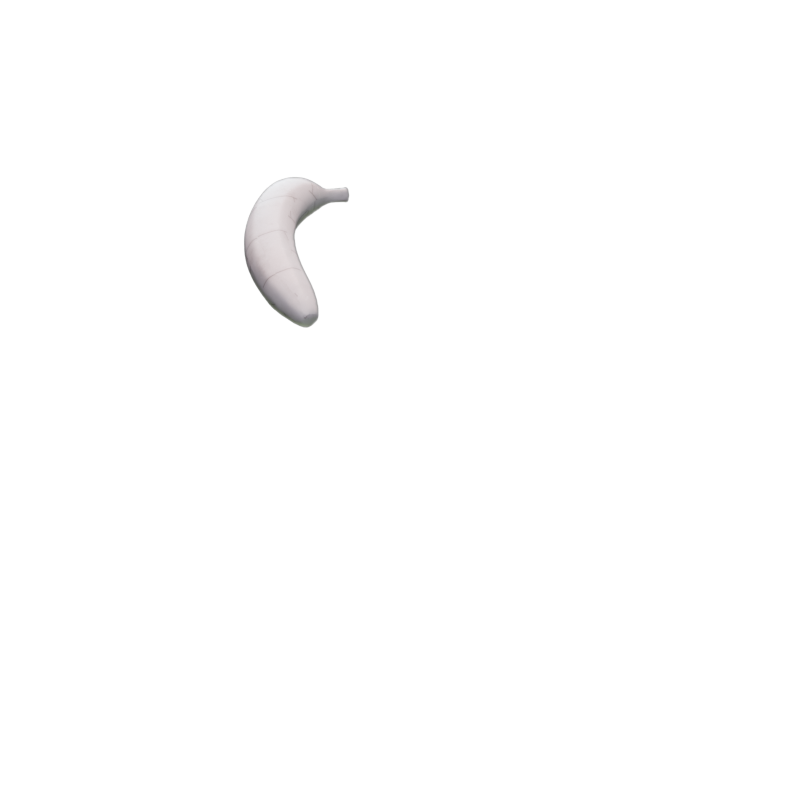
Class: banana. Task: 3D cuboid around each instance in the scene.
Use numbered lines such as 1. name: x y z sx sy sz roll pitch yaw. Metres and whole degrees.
1. banana: -0.082 -0.121 0.823 0.070 0.034 0.209 3 37 4
